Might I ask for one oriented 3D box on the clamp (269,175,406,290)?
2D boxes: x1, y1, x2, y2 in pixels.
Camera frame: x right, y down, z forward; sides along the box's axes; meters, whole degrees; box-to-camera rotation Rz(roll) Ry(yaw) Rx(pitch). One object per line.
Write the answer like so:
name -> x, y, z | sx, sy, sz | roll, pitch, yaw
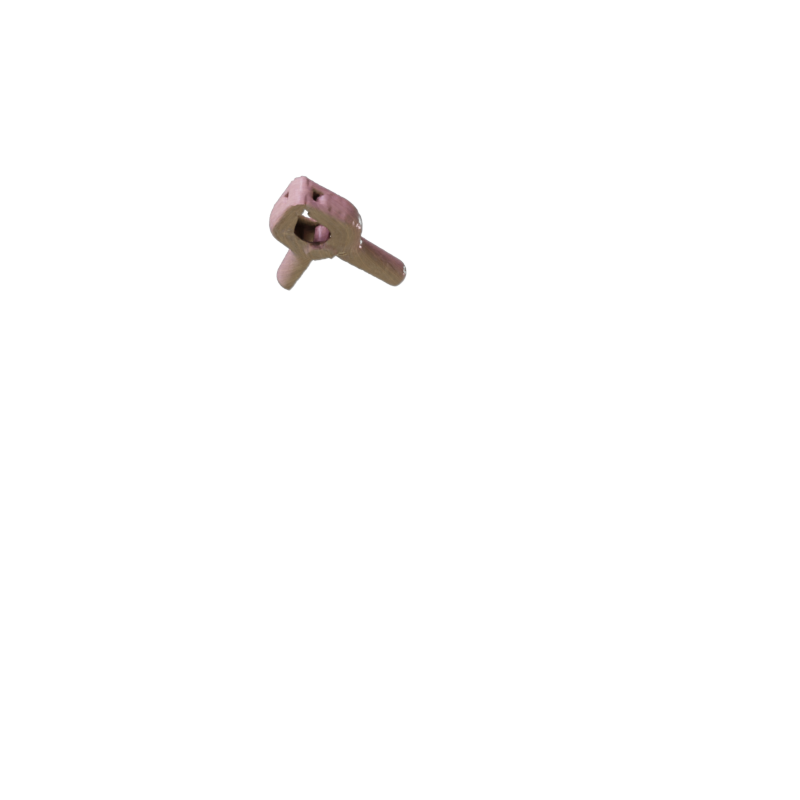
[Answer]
clamp -> -0.076, -0.138, 0.967 | 0.122, 0.042, 0.159 | -10, -28, 19
